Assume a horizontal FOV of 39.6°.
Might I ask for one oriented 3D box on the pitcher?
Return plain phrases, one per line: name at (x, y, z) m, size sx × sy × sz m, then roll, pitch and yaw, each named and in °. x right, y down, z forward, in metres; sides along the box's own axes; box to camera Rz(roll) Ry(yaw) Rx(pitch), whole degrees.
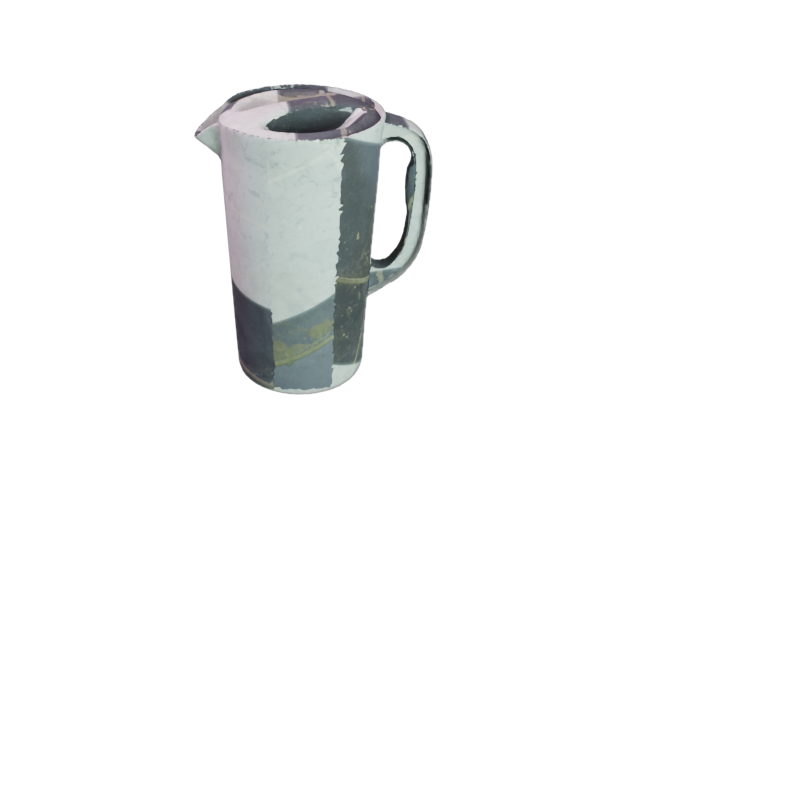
pitcher at (-0.072, -0.131, 0.918) m, size 0.158 × 0.229 × 0.145 m, roll 24°, pitch 36°, yaw 34°
